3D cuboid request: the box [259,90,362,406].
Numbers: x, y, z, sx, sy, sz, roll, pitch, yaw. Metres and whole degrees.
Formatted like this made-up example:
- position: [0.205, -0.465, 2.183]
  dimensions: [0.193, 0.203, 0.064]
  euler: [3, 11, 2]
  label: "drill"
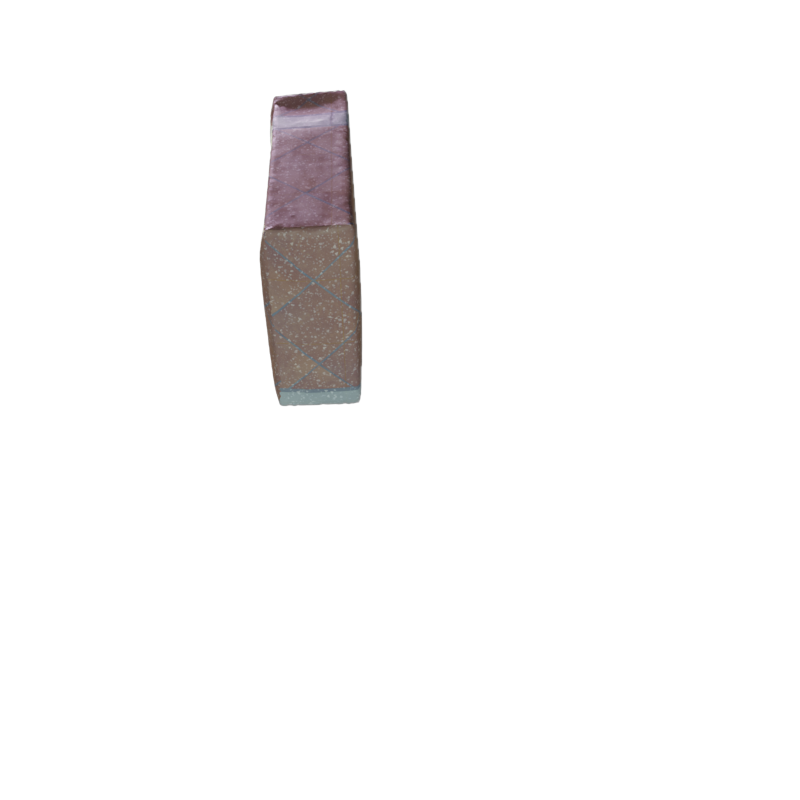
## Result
- position: [-0.069, -0.127, 0.887]
  dimensions: [0.072, 0.153, 0.229]
  euler: [-3, 38, -2]
  label: "box"
